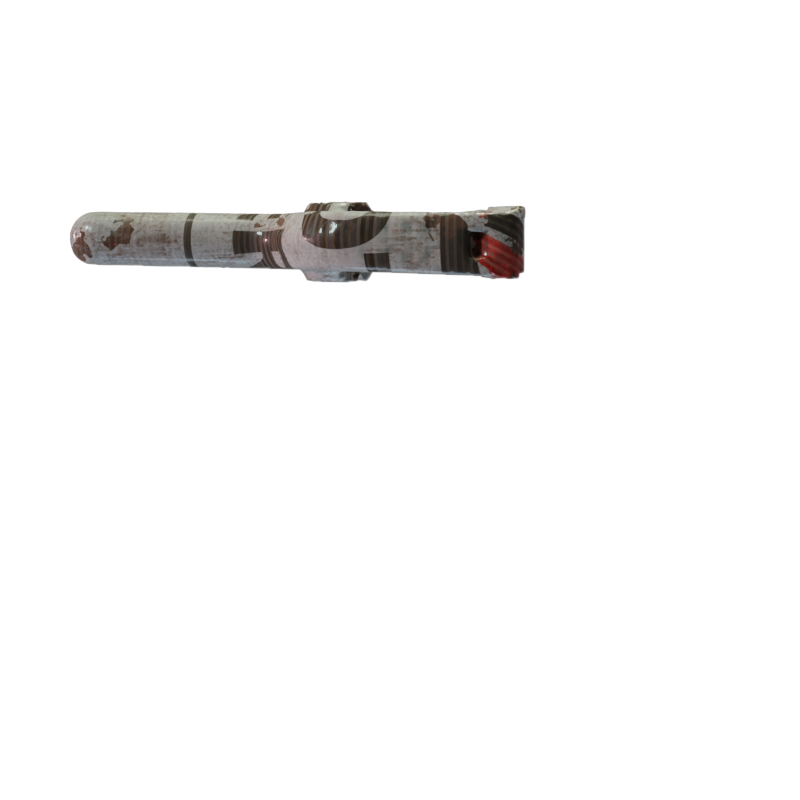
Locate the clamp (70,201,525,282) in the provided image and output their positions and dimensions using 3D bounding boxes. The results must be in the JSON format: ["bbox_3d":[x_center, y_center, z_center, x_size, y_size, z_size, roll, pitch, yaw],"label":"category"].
[{"bbox_3d":[-0.039,-0.072,0.503,0.159,0.036,0.219,-7,11,-39],"label":"clamp"}]
